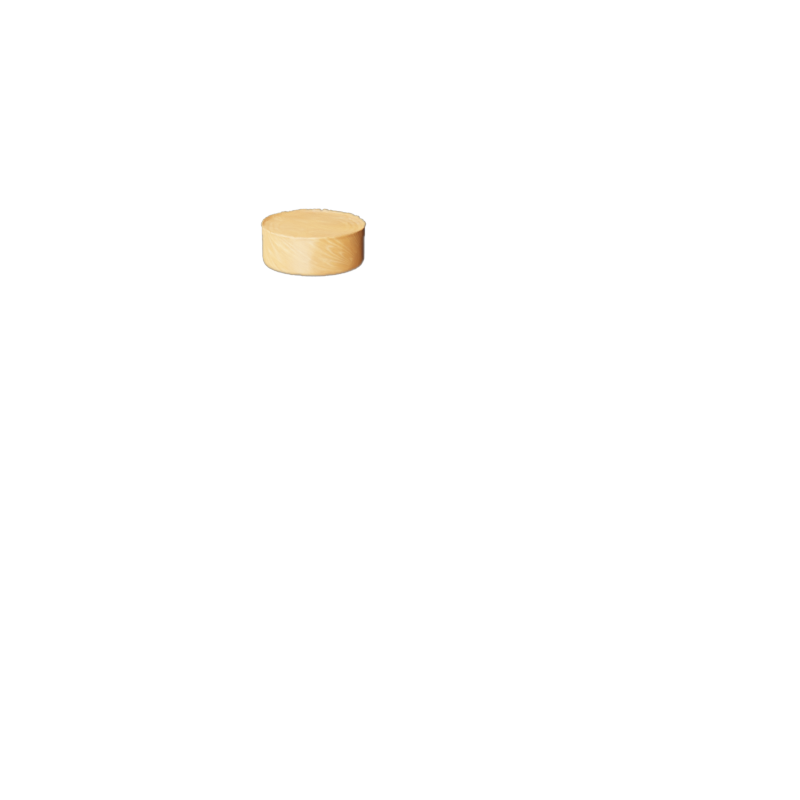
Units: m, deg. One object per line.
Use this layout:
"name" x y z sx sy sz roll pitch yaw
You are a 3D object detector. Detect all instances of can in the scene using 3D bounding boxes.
"can" -0.071 -0.130 0.908 0.086 0.032 0.090 -1 23 -2
